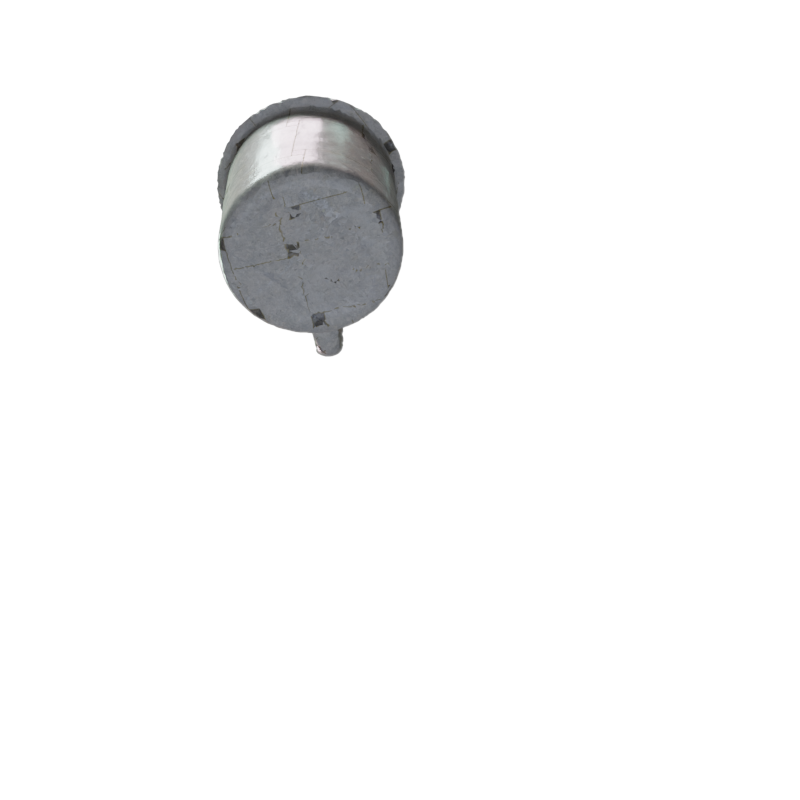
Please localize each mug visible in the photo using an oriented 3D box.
[{"bbox_3d":[-0.041,-0.074,0.520,0.093,0.110,0.086,-4,29,0],"label":"mug"}]
